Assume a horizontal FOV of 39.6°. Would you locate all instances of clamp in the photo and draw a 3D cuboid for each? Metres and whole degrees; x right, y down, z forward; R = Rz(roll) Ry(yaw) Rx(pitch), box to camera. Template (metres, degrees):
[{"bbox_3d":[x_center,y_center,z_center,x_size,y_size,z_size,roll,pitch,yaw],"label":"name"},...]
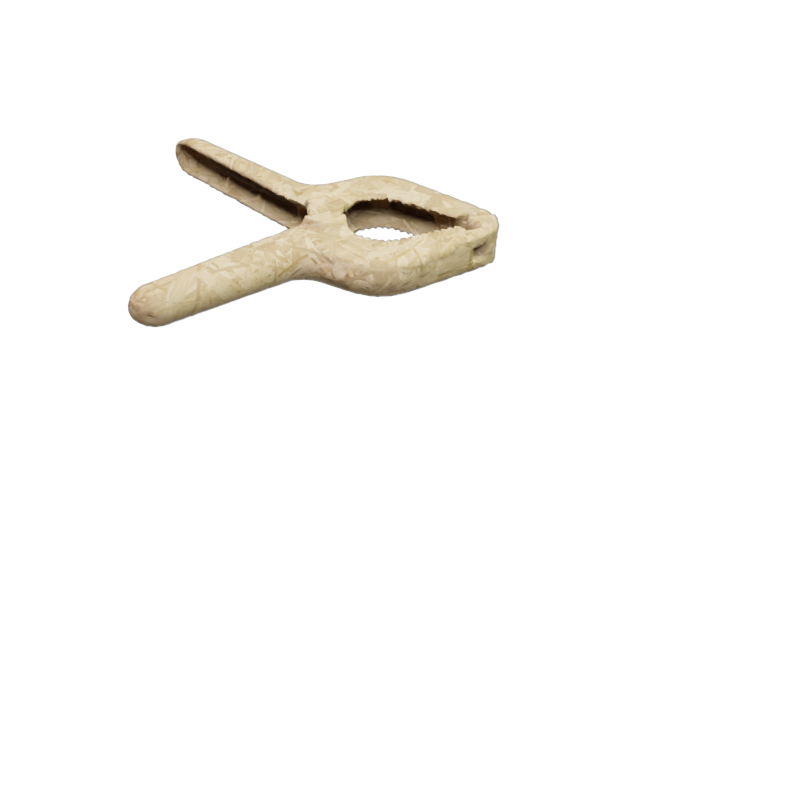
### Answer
[{"bbox_3d":[-0.051,-0.092,0.646,0.213,0.034,0.174,7,44,7],"label":"clamp"}]
